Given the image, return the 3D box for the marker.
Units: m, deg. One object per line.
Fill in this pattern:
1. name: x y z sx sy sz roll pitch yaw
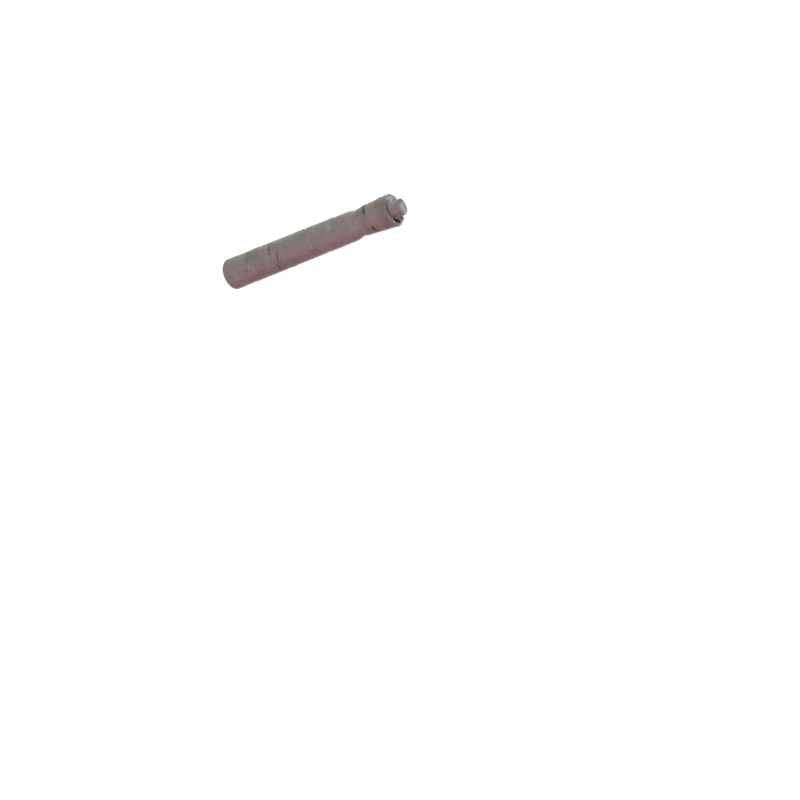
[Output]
1. marker: -0.049 -0.090 0.628 0.122 0.020 0.019 -17 -5 30
